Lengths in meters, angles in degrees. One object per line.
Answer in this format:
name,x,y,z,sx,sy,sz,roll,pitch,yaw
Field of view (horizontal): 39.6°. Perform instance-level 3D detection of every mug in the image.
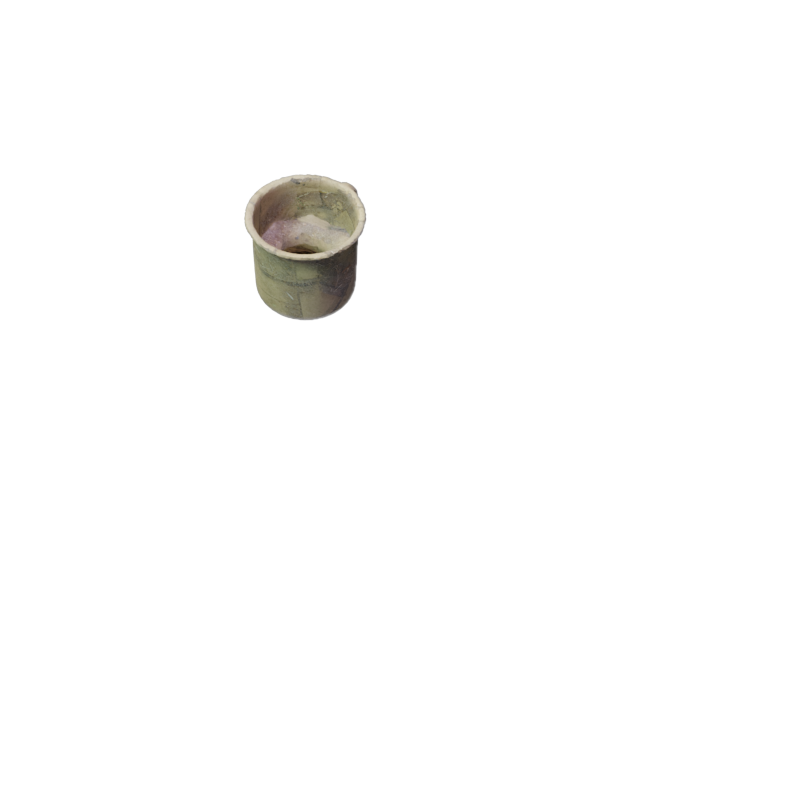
mug,-0.069,-0.126,0.881,0.097,0.121,0.076,23,-37,17
